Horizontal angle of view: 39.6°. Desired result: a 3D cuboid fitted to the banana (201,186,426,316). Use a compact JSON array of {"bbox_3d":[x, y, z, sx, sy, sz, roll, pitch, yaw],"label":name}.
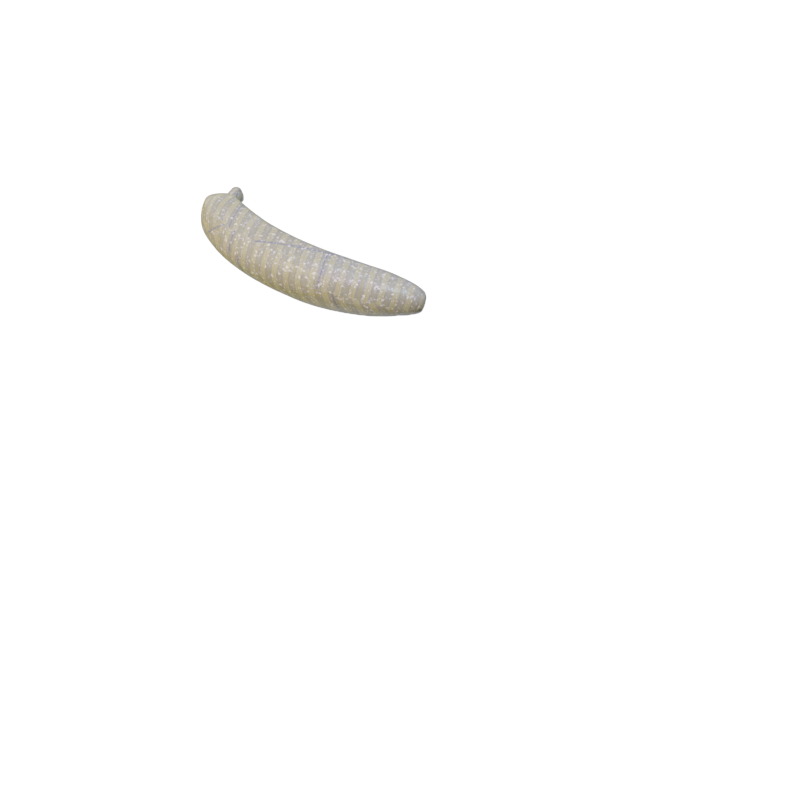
[{"bbox_3d":[-0.074,-0.100,0.739,0.069,0.034,0.212,-29,47,-32],"label":"banana"}]
